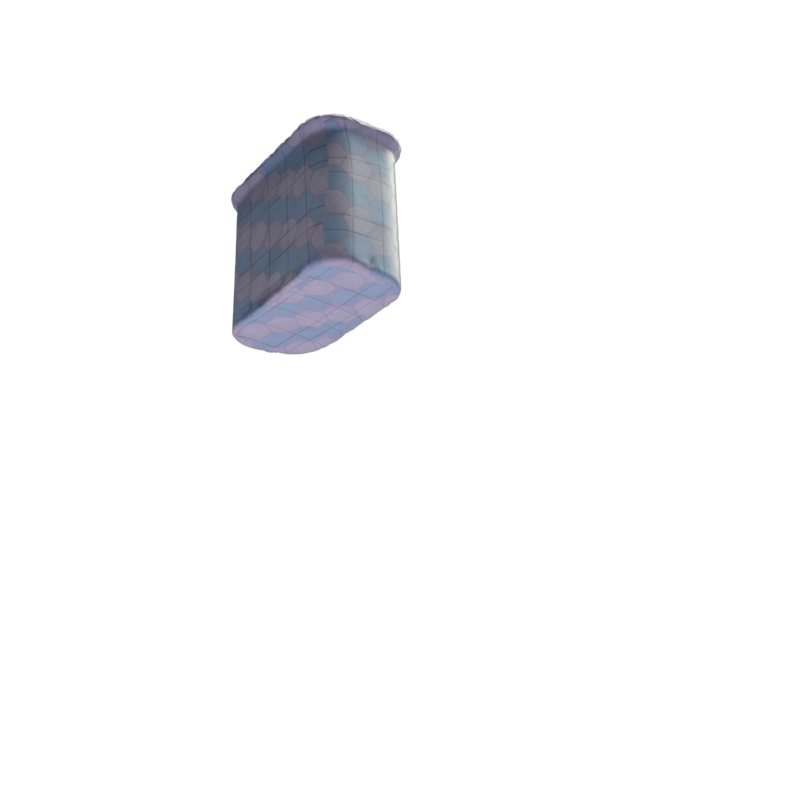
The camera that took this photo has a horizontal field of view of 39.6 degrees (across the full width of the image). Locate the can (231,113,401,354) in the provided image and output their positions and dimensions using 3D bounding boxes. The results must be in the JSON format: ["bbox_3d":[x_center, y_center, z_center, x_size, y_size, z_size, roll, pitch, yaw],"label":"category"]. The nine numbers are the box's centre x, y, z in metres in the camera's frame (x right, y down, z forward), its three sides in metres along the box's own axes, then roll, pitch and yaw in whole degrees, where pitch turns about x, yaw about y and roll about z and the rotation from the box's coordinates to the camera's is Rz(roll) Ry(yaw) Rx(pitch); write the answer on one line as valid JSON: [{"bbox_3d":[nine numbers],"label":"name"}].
[{"bbox_3d":[-0.043,-0.079,0.556,0.055,0.089,0.101,18,-34,-31],"label":"can"}]
